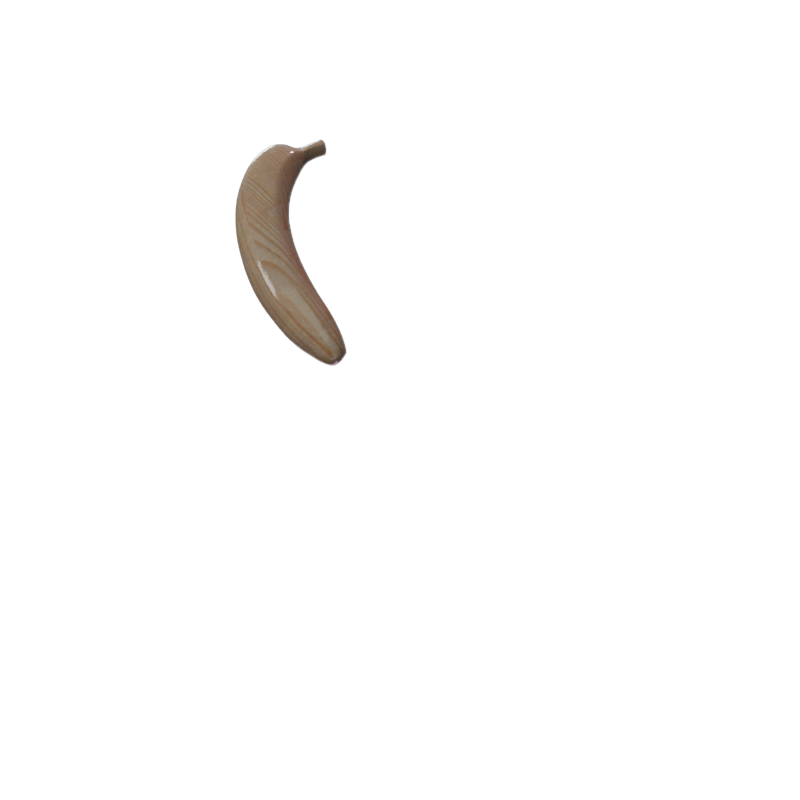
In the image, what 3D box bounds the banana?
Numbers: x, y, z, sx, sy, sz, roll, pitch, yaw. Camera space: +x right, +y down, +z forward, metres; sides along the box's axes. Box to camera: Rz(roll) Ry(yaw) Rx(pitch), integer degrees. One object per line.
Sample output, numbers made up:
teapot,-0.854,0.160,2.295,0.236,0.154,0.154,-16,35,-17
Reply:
banana,-0.079,-0.112,0.765,0.069,0.212,0.034,-4,-34,-4
